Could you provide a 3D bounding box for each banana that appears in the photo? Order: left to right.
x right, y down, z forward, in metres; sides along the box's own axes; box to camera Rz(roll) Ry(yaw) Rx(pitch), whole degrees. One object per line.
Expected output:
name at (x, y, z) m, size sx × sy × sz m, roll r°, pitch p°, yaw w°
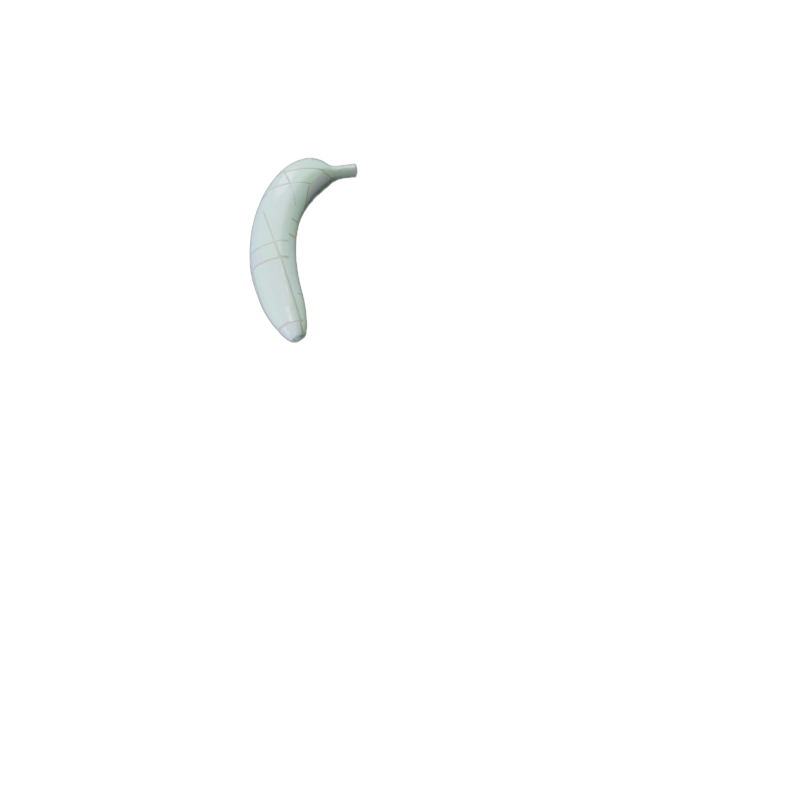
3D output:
banana at (-0.088, -0.135, 0.902) m, size 0.070 × 0.209 × 0.034 m, roll 9°, pitch -36°, yaw 6°
